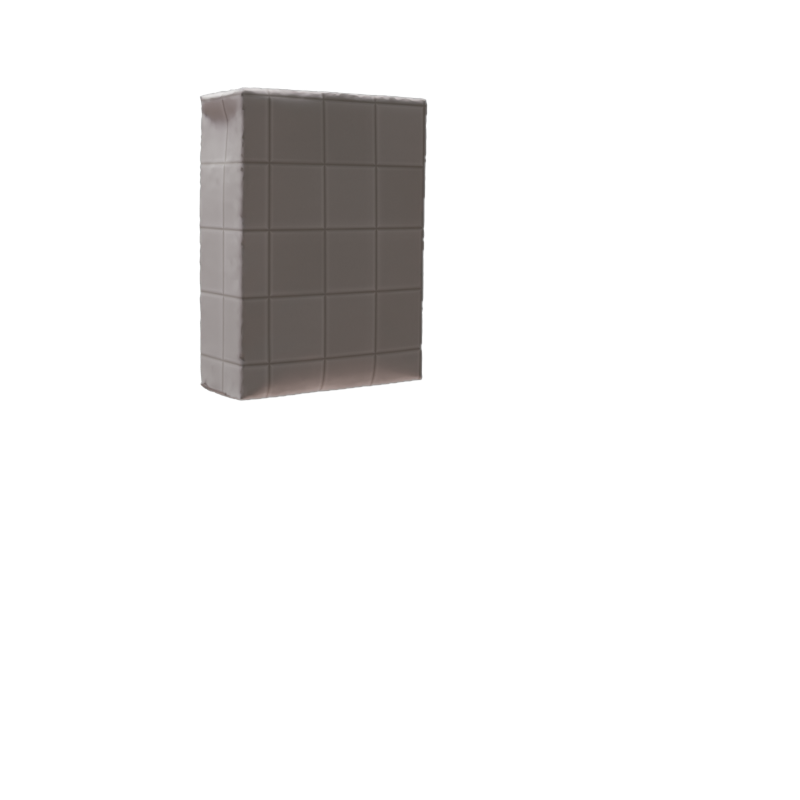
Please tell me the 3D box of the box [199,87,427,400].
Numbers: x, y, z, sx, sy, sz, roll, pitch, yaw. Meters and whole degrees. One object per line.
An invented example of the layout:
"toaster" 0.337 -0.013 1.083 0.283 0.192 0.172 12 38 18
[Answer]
"box" -0.064 -0.116 0.813 0.159 0.212 0.075 -4 5 -37
